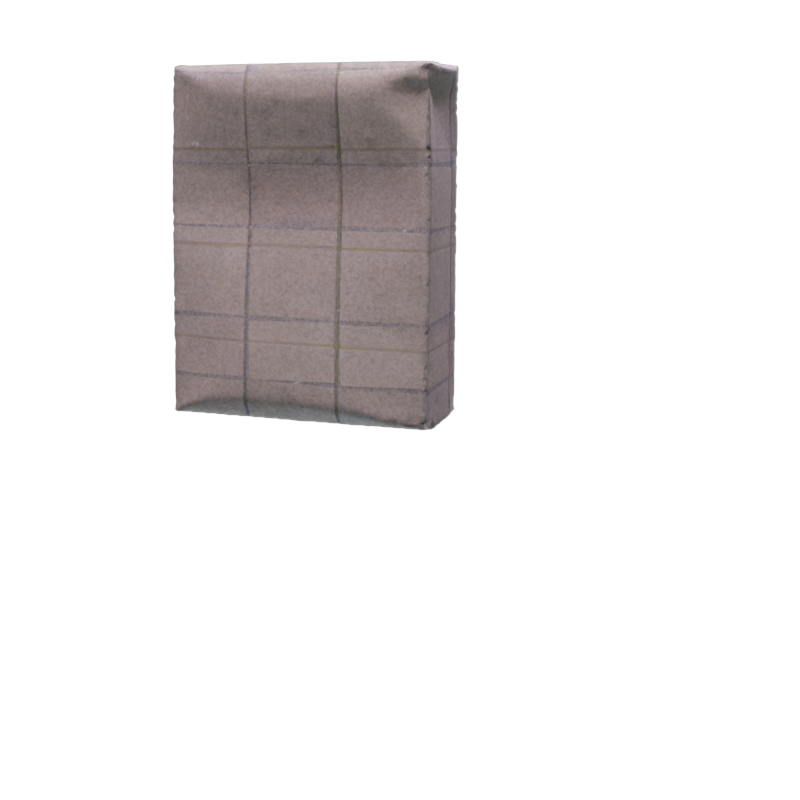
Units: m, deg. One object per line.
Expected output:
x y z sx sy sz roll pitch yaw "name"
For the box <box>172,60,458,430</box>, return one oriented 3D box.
-0.053 -0.096 0.671 0.169 0.211 0.071 3 7 19 "box"
